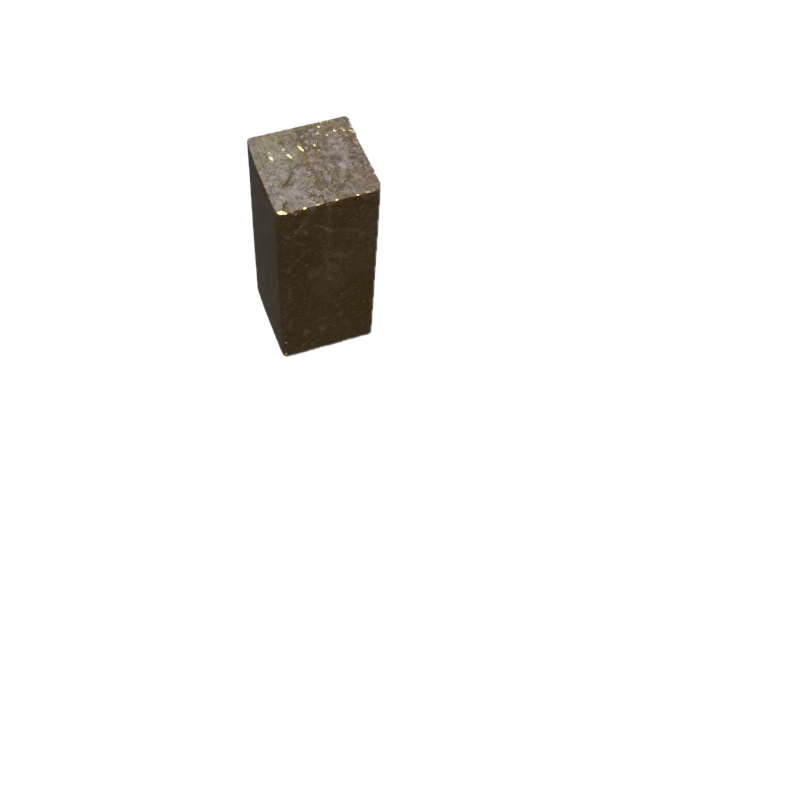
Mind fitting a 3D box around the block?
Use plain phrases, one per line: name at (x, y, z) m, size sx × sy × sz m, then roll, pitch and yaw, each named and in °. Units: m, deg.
block at (-0.076, -0.139, 0.976) m, size 0.090 × 0.097 × 0.193 m, roll -15°, pitch -32°, yaw -13°
